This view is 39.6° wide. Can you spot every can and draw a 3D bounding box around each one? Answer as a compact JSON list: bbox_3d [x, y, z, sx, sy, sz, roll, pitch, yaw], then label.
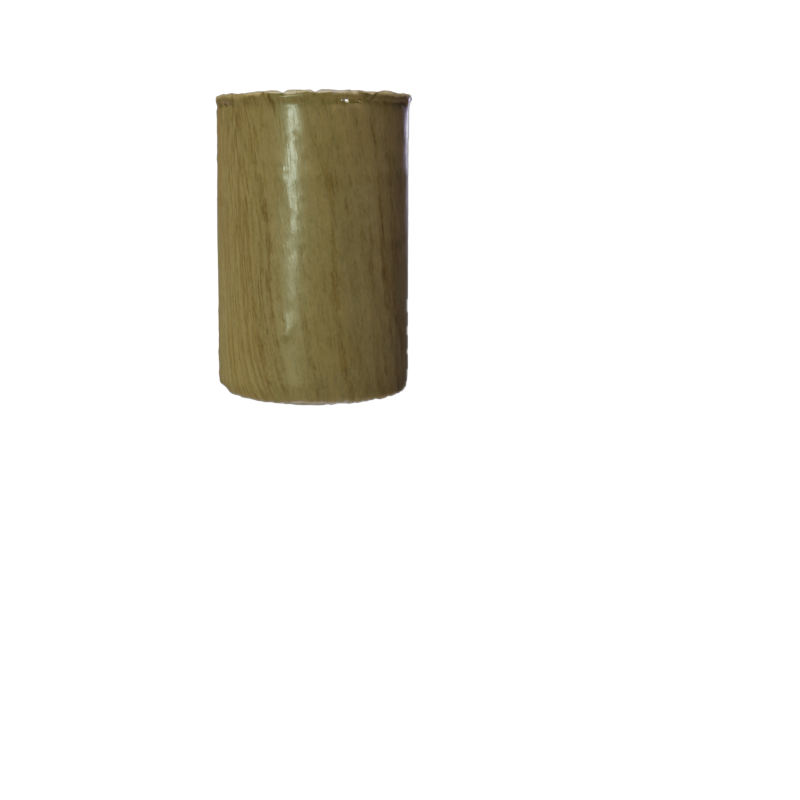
[{"bbox_3d":[-0.030,-0.055,0.388,0.068,0.101,0.070,0,7,-2],"label":"can"}]
